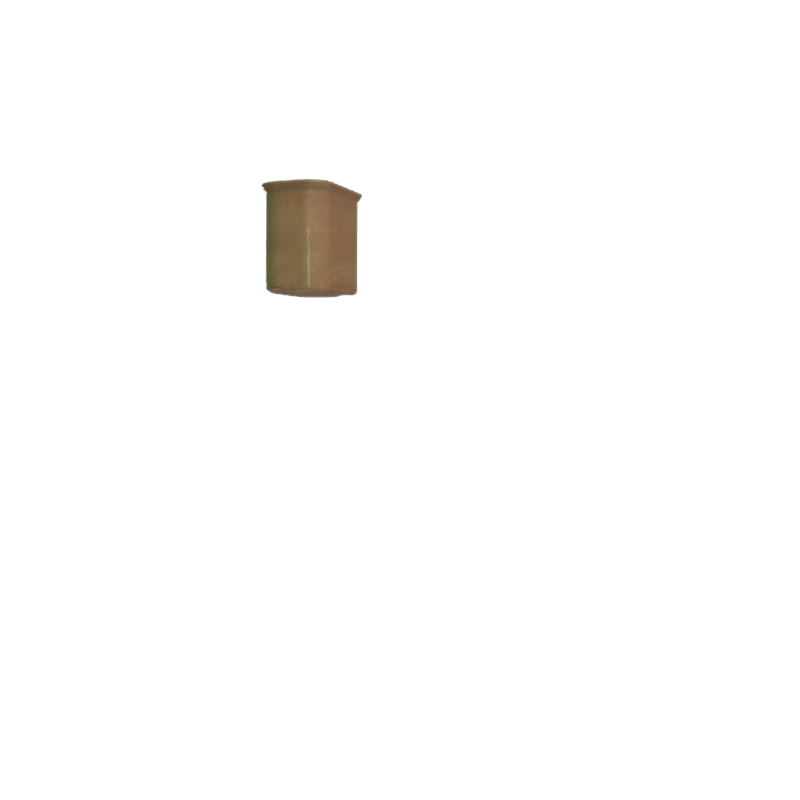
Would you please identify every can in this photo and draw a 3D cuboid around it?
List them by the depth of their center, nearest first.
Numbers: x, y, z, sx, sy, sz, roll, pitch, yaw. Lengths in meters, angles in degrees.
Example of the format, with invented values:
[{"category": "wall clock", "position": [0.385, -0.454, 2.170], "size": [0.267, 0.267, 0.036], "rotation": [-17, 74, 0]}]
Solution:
[{"category": "can", "position": [-0.068, -0.124, 0.872], "size": [0.059, 0.085, 0.099], "rotation": [-1, -1, 18]}]
